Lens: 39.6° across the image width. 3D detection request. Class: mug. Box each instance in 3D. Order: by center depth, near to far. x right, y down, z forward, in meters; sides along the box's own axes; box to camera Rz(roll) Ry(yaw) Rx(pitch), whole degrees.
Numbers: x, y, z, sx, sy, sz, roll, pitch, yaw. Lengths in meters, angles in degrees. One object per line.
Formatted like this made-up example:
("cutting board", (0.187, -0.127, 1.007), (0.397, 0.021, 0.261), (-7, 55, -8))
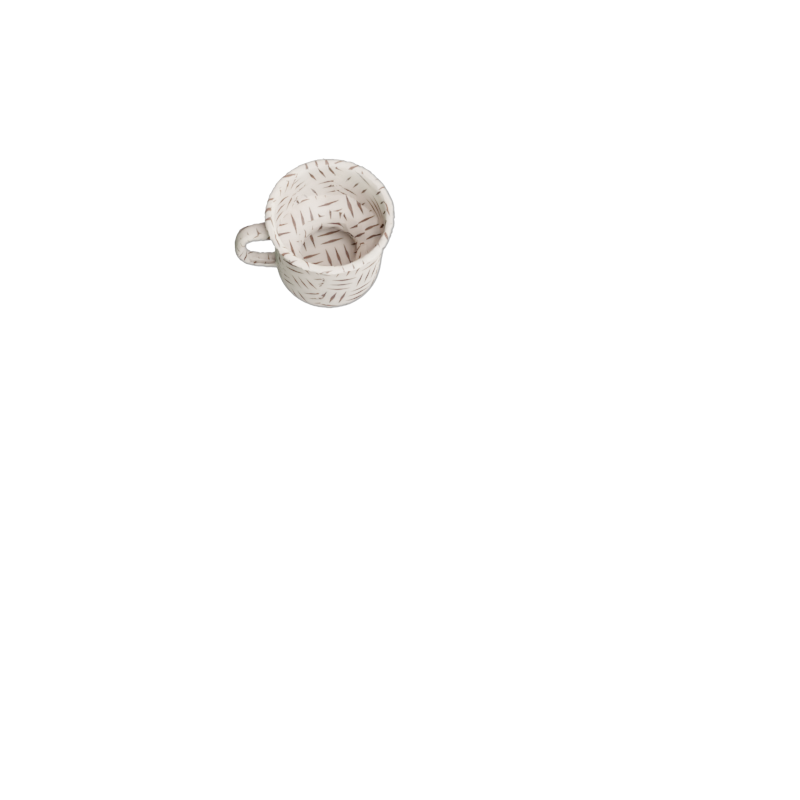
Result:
("mug", (-0.065, -0.118, 0.826), (0.116, 0.099, 0.077), (-9, -22, -5))
